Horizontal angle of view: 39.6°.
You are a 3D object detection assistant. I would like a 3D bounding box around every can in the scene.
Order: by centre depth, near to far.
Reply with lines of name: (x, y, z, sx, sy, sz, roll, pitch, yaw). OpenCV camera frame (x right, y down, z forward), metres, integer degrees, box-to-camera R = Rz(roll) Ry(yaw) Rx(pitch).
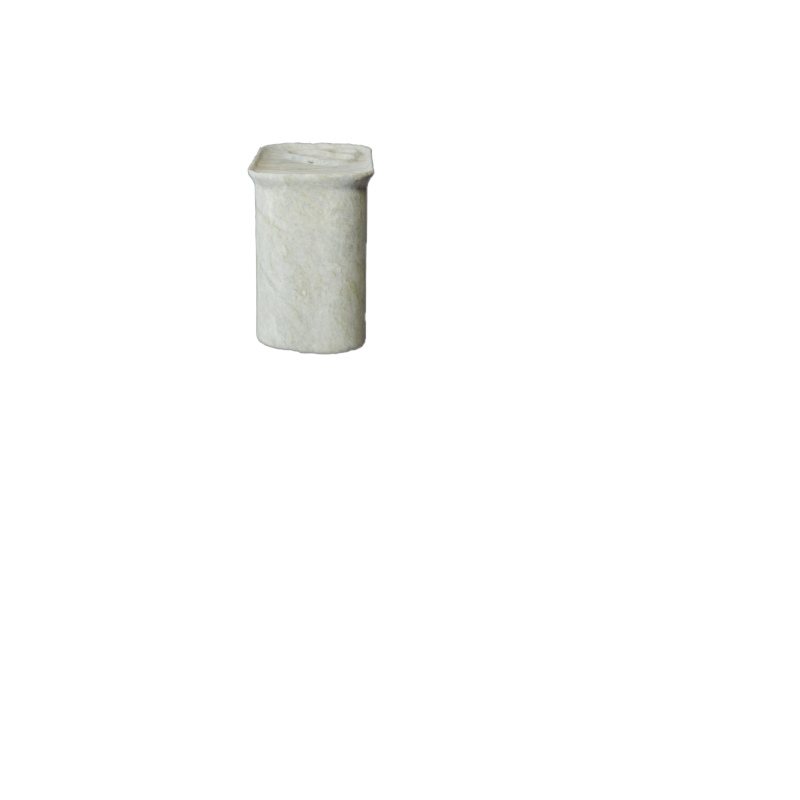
can: (-0.042, -0.077, 0.539, 0.057, 0.081, 0.106, 0, 18, -2)
